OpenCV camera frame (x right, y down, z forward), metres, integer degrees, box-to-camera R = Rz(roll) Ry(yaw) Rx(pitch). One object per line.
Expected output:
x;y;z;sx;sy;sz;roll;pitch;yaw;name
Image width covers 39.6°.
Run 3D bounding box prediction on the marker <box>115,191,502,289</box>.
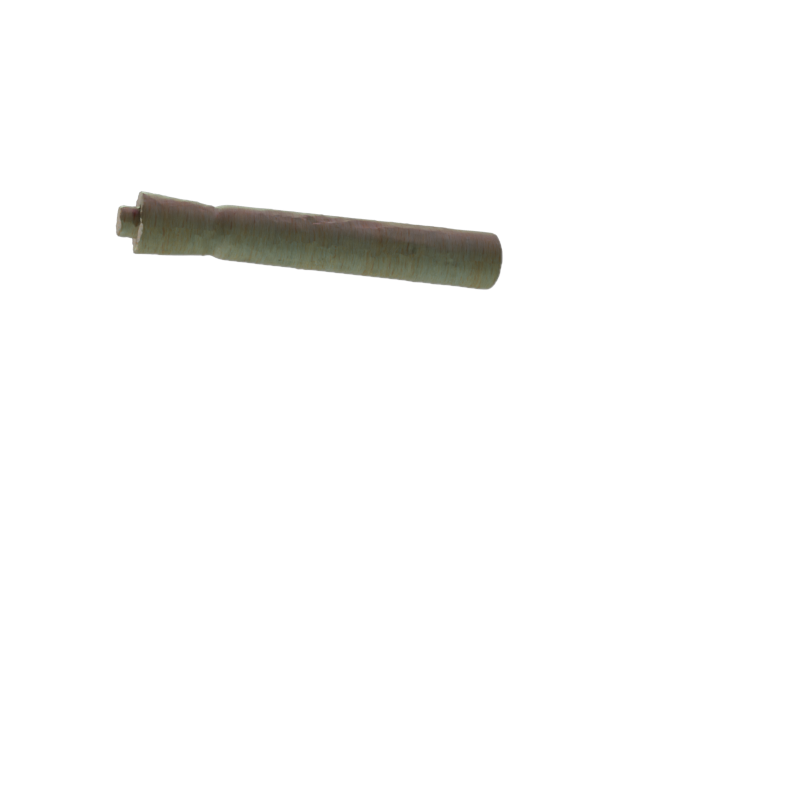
-0.027;-0.049;0.344;0.118;0.020;0.020;4;3;-16;marker
